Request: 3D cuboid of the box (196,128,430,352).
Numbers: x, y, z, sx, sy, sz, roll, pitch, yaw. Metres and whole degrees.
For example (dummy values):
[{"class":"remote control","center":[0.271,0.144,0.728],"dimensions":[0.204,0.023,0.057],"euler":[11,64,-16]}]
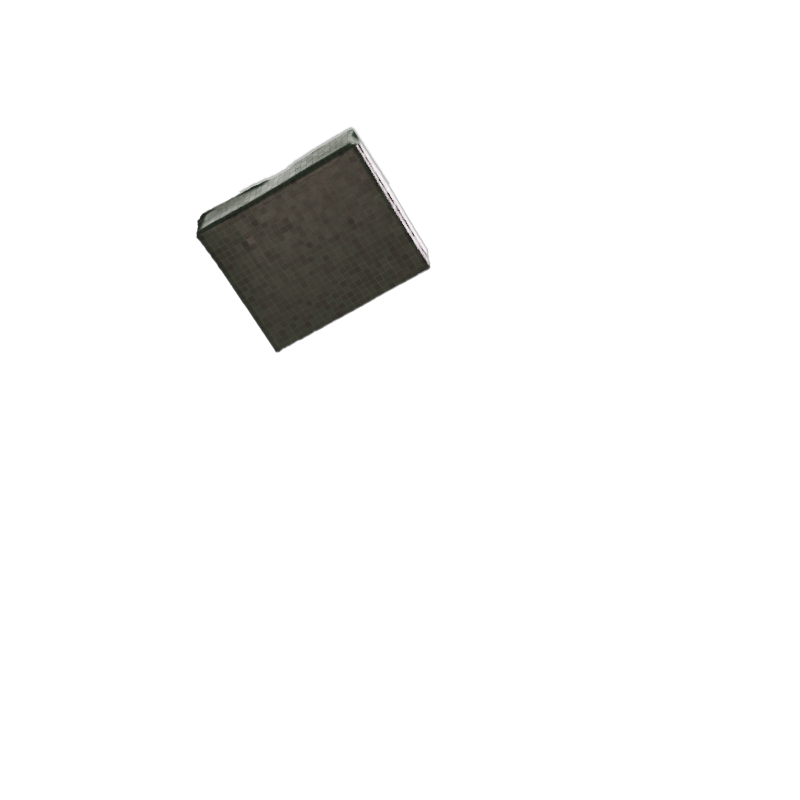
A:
[{"class":"box","center":[-0.042,-0.076,0.531],"dimensions":[0.089,0.069,0.032],"euler":[-28,22,11]}]
